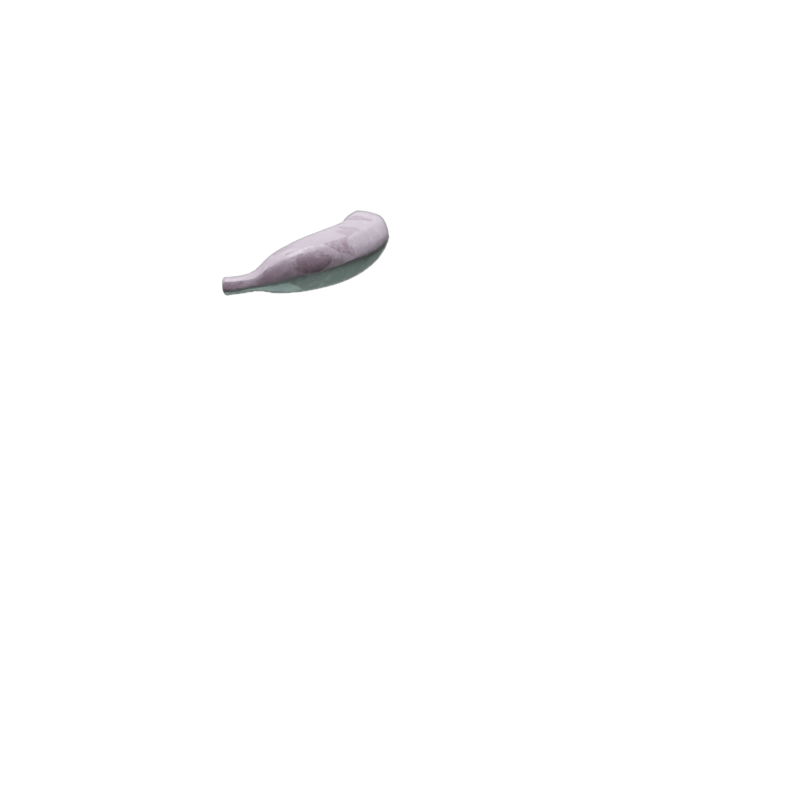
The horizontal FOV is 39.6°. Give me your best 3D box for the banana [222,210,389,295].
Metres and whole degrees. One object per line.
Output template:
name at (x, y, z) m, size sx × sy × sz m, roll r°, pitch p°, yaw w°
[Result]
banana at (-0.047, -0.110, 0.787) m, size 0.072 × 0.035 × 0.198 m, roll 9°, pitch 21°, yaw 23°
